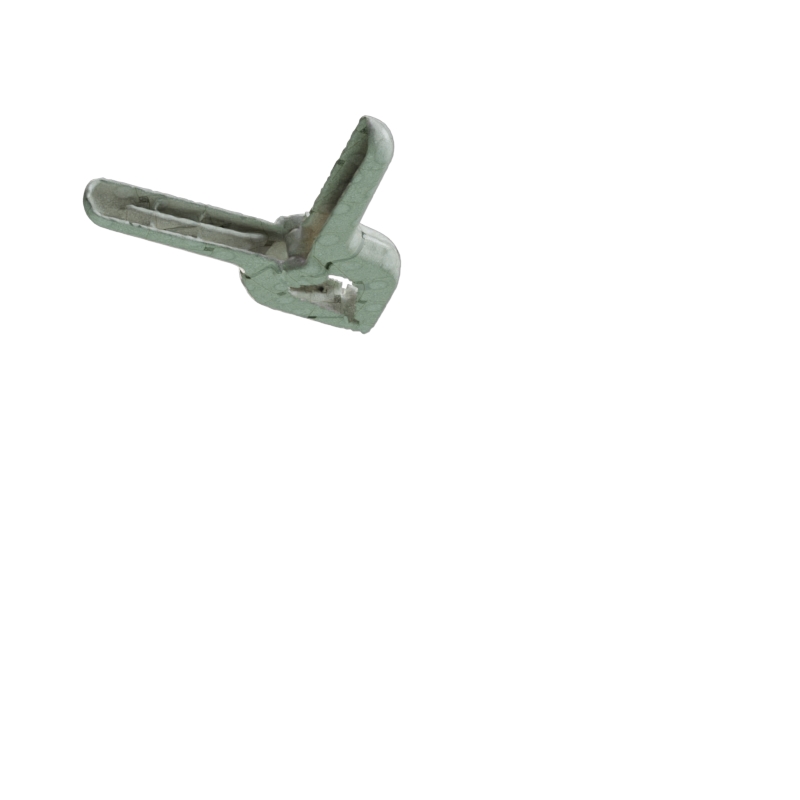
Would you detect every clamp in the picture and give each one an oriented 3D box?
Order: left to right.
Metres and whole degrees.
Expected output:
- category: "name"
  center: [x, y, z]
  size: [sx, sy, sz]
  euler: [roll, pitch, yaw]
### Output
- category: "clamp"
  center: [-0.048, -0.087, 0.612]
  size: [0.167, 0.038, 0.196]
  euler: [-10, -22, 25]
